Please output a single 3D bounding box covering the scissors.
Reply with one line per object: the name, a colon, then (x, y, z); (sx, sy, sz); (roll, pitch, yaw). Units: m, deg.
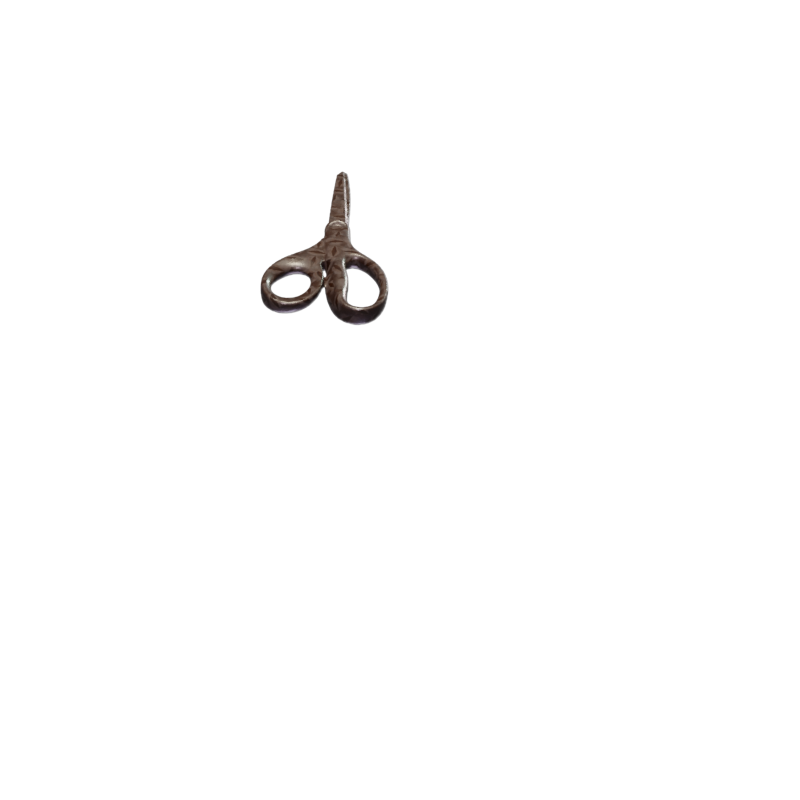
scissors: (-0.064, -0.116, 0.813); (0.095, 0.015, 0.218); (-8, 38, -11)
